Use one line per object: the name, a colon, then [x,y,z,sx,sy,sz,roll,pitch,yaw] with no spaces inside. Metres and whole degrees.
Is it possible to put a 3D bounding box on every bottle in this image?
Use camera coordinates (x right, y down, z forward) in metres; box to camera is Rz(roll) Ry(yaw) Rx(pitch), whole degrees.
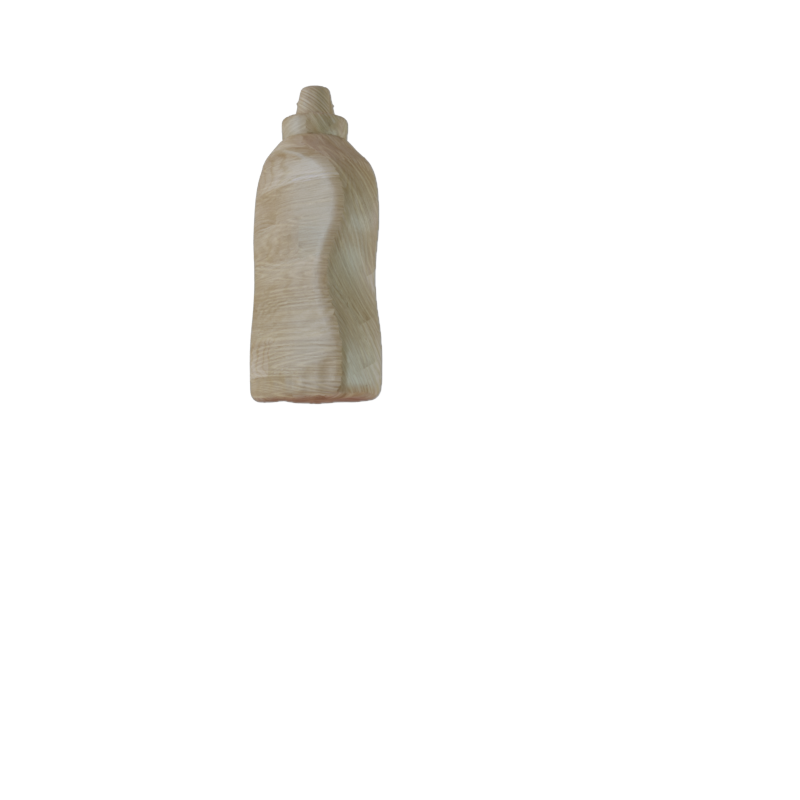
bottle: [-0.052,-0.095,0.668,0.056,0.196,0.098,6,-11,-36]
